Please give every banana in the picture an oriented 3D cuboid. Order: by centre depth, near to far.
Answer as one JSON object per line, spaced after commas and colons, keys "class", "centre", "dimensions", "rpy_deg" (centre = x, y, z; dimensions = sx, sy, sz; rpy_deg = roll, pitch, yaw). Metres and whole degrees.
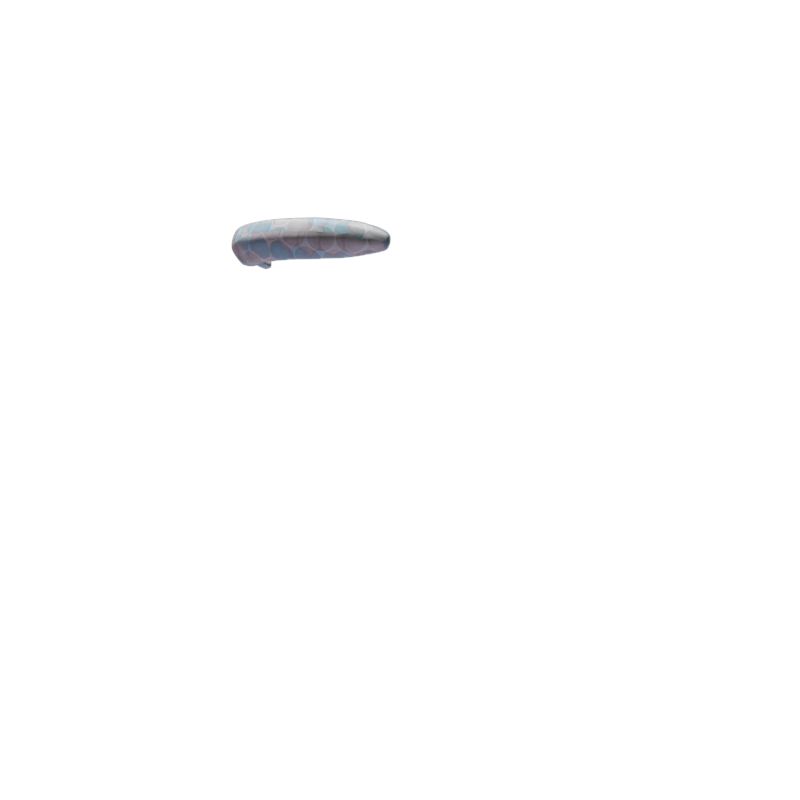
{"class": "banana", "centre": [-0.092, -0.136, 0.948], "dimensions": [0.067, 0.037, 0.205], "rpy_deg": [-1, 3, -36]}
